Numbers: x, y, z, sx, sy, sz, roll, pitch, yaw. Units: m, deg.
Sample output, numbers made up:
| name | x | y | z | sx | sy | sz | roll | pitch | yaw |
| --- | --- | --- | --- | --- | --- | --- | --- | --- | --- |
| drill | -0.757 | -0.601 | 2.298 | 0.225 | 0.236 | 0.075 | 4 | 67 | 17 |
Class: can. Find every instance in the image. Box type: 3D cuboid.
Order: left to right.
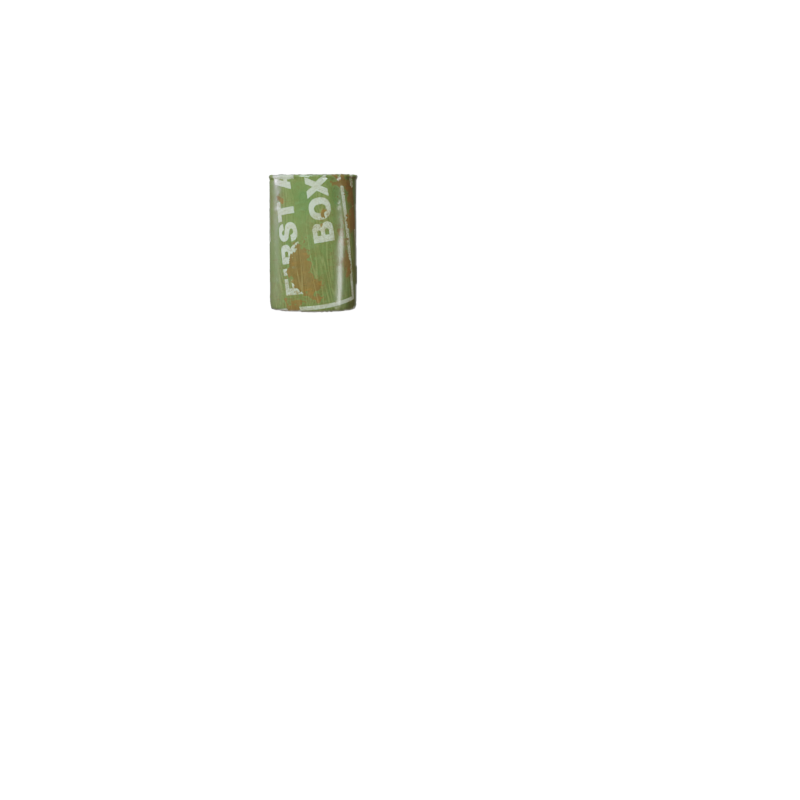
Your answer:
| name | x | y | z | sx | sy | sz | roll | pitch | yaw |
| --- | --- | --- | --- | --- | --- | --- | --- | --- | --- |
| can | -0.066 | -0.121 | 0.846 | 0.068 | 0.101 | 0.069 | 0 | 5 | -2 |
